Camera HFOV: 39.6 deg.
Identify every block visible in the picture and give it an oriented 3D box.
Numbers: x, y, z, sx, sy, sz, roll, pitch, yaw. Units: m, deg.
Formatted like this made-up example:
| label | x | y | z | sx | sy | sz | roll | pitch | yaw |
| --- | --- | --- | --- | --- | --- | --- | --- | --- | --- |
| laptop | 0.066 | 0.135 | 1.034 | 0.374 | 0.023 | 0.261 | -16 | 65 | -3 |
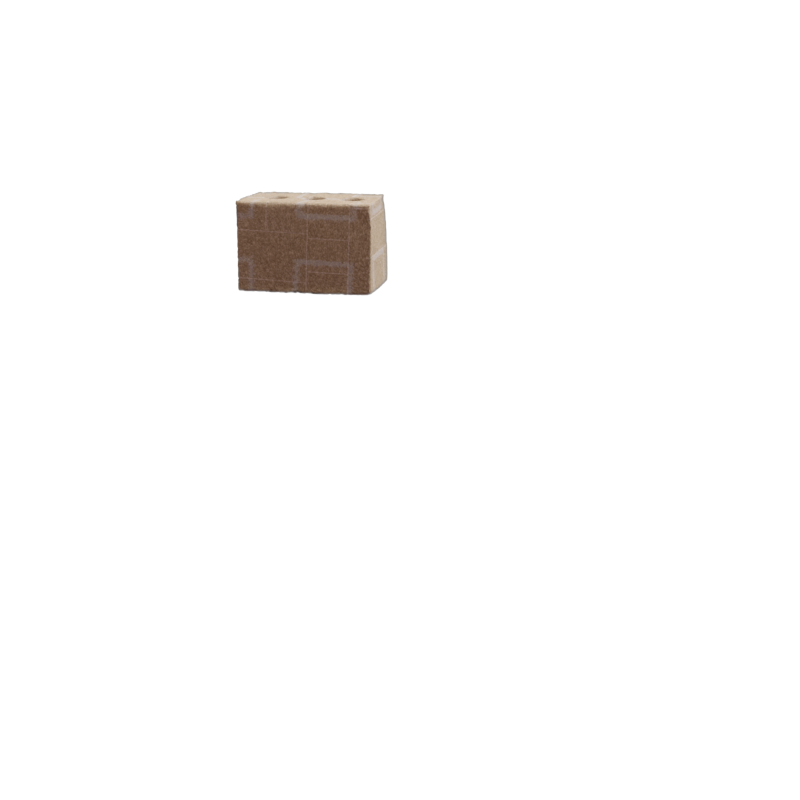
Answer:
| label | x | y | z | sx | sy | sz | roll | pitch | yaw |
| --- | --- | --- | --- | --- | --- | --- | --- | --- | --- |
| block | -0.049 | -0.090 | 0.627 | 0.079 | 0.050 | 0.053 | 3 | 12 | 10 |
